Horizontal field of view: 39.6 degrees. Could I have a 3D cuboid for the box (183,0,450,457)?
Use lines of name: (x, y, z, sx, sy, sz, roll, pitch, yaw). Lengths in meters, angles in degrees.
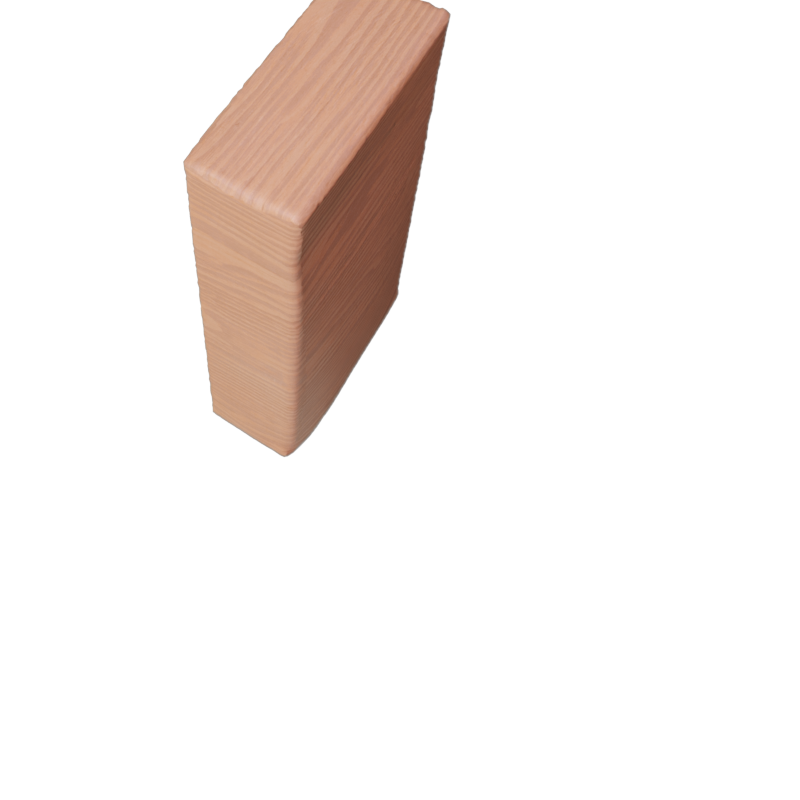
box: (-0.031, -0.056, 0.393, 0.049, 0.096, 0.166, 27, -27, 10)
